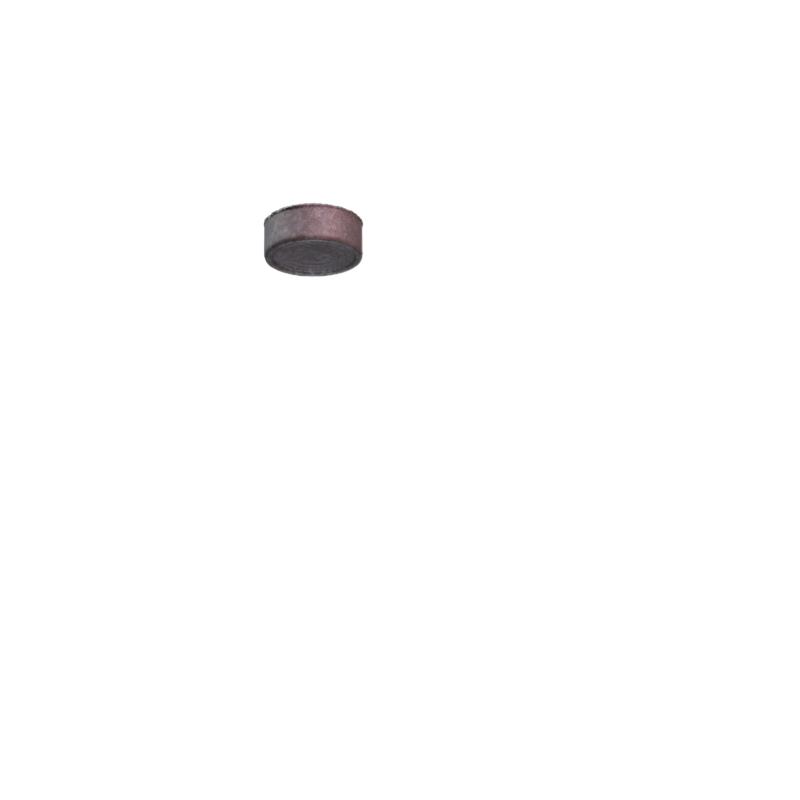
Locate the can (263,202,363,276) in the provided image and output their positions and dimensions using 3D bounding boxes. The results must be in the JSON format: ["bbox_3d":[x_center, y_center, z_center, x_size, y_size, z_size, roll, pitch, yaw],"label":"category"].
[{"bbox_3d":[-0.074,-0.136,0.950,0.086,0.035,0.082,0,-17,-2],"label":"can"}]
